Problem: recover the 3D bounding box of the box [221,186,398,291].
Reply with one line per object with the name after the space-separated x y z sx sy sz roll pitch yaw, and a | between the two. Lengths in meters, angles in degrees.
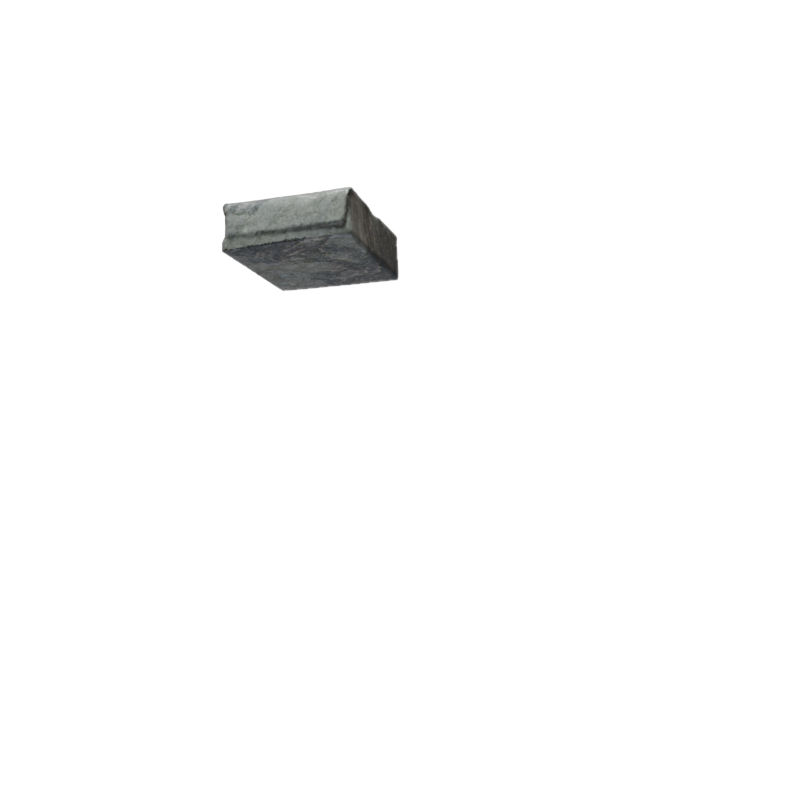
-0.048 -0.088 0.615 0.074 0.031 0.084 -4 -13 18 | box
